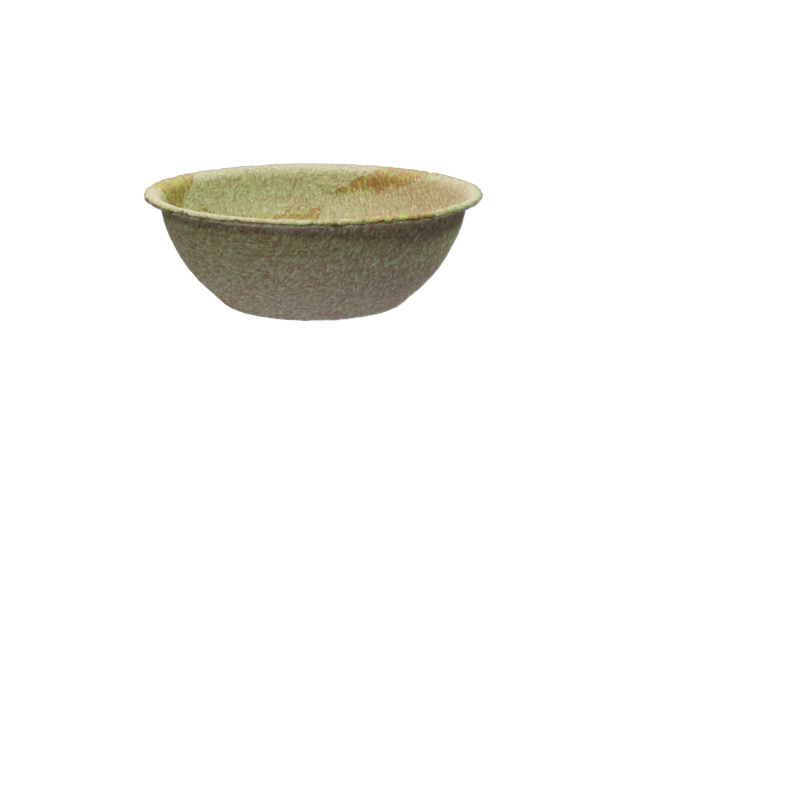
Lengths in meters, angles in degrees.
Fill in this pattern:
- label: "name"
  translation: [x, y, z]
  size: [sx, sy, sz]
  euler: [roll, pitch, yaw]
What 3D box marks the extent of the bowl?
- label: "bowl"
  translation: [-0.042, -0.077, 0.538]
  size: [0.162, 0.053, 0.168]
  euler: [-1, 19, -2]
